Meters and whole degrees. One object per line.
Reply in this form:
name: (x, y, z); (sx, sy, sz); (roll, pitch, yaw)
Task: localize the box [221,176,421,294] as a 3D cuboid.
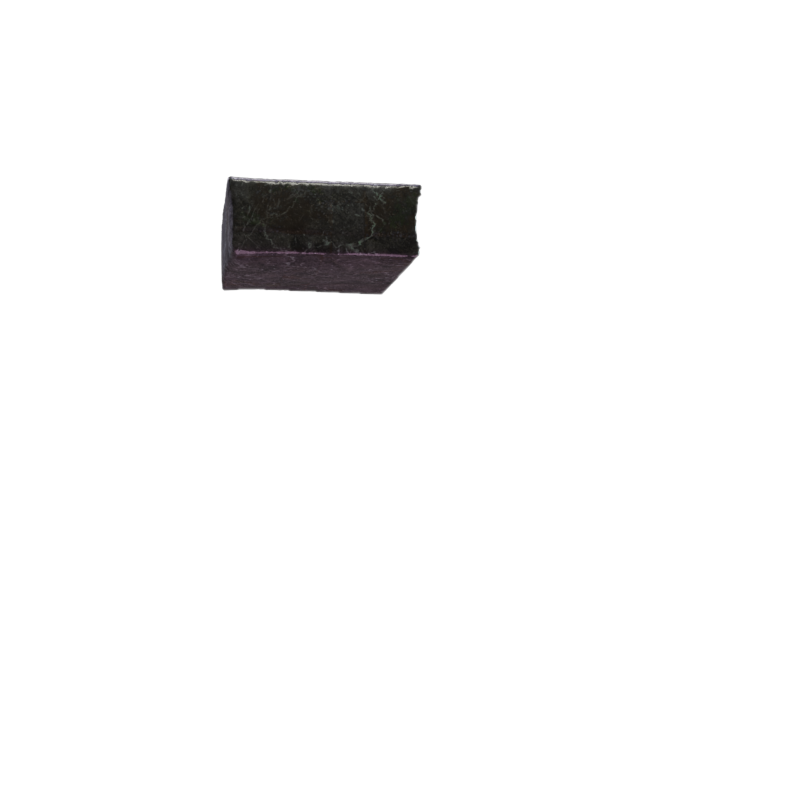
box: (-0.043, -0.079, 0.552); (0.089, 0.040, 0.113); (0, -3, -9)
